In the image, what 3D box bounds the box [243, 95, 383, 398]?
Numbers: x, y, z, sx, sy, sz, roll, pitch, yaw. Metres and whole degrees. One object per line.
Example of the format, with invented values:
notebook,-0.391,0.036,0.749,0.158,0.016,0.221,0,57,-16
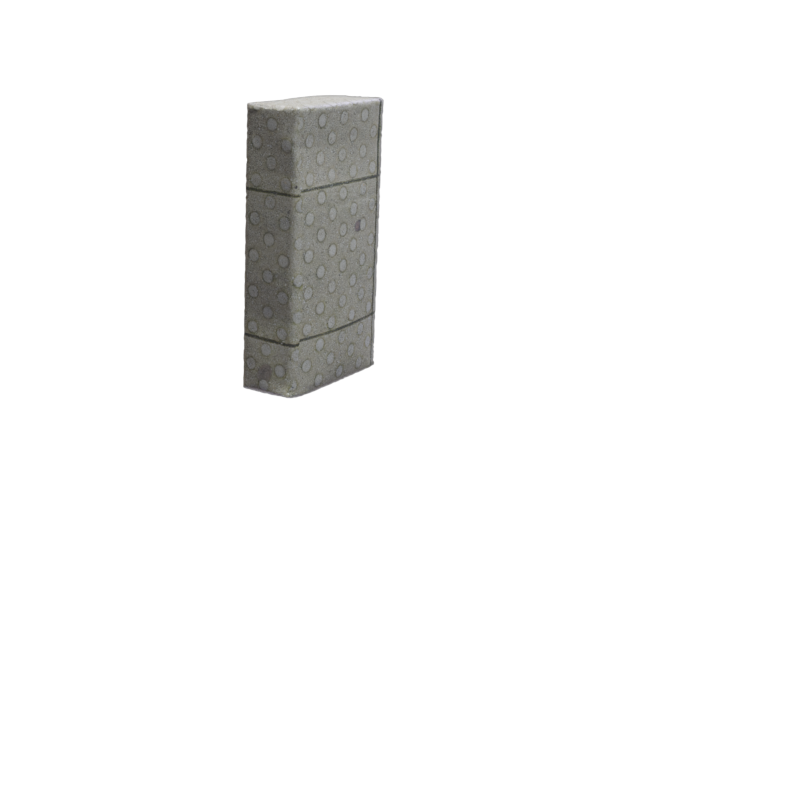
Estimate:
box,-0.054,-0.098,0.684,0.050,0.172,0.092,8,14,32
